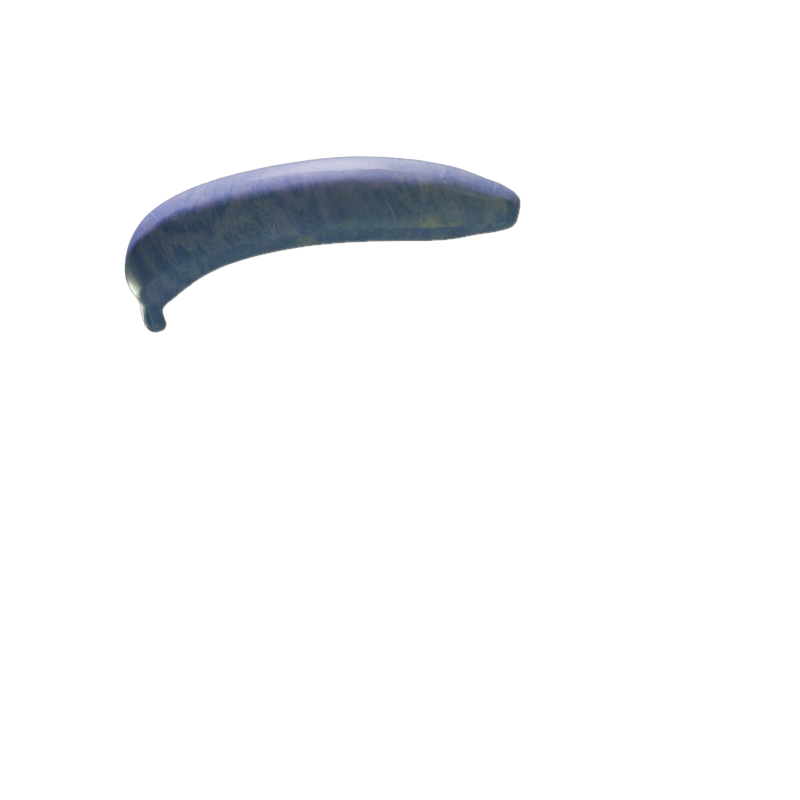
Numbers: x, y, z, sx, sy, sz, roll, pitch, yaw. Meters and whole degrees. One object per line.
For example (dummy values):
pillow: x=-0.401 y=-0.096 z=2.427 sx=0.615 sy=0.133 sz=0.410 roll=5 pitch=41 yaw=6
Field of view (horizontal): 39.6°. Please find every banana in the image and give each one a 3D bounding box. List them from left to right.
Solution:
banana: x=-0.051 y=-0.075 z=0.483 sx=0.201 sy=0.039 sz=0.065 roll=-11 pitch=-25 yaw=27
